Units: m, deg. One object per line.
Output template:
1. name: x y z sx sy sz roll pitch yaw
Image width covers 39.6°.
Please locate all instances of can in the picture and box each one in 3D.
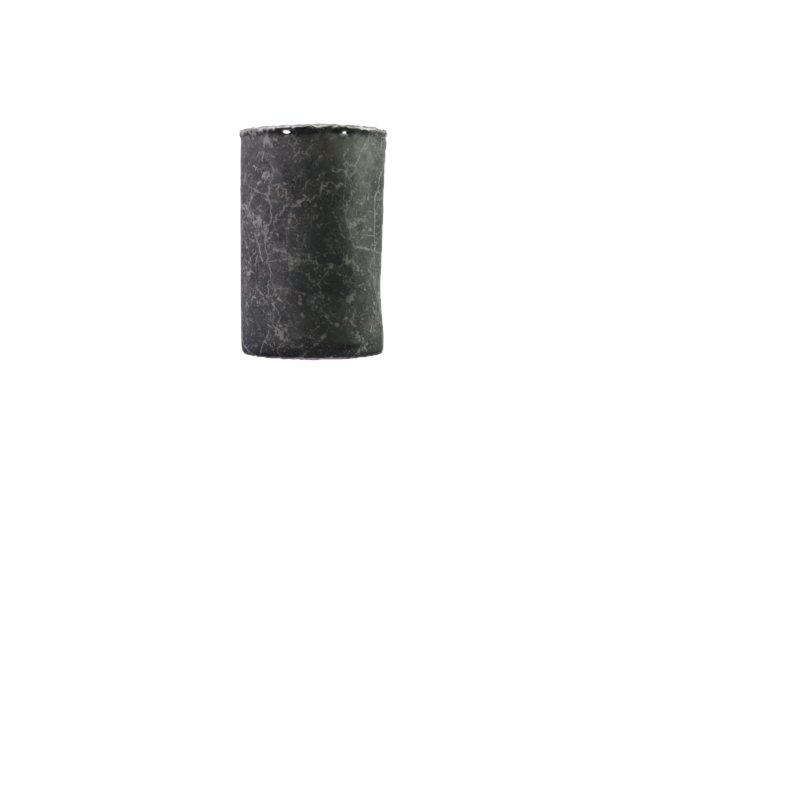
1. can: -0.040 -0.073 0.510 0.068 0.102 0.069 0 3 -2
